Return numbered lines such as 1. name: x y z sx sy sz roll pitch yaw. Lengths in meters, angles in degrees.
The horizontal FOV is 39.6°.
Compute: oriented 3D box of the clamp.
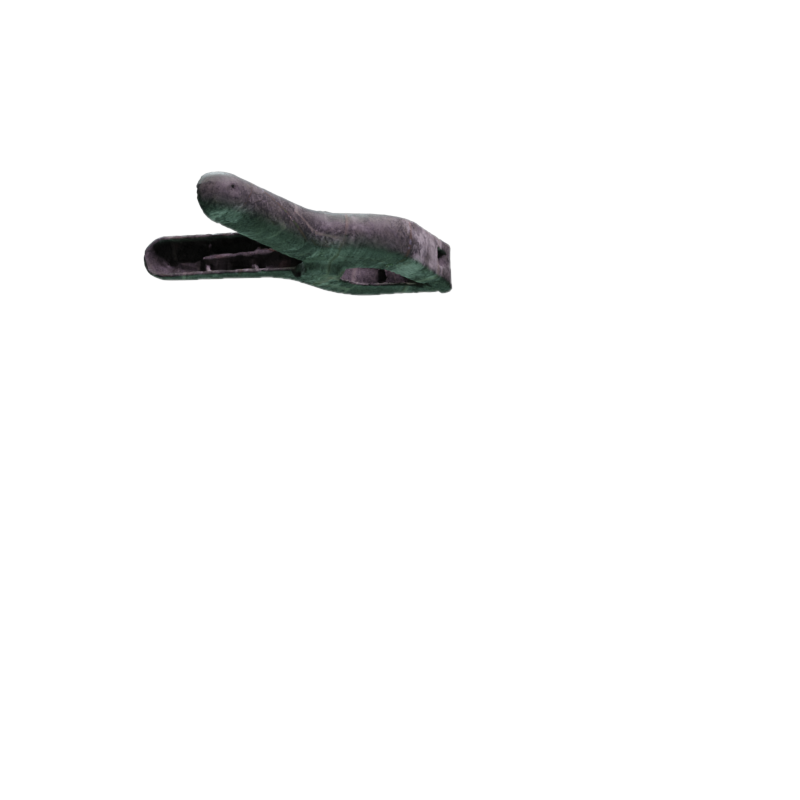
1. clamp: -0.046 -0.085 0.592 0.168 0.040 0.119 2 -7 -14
